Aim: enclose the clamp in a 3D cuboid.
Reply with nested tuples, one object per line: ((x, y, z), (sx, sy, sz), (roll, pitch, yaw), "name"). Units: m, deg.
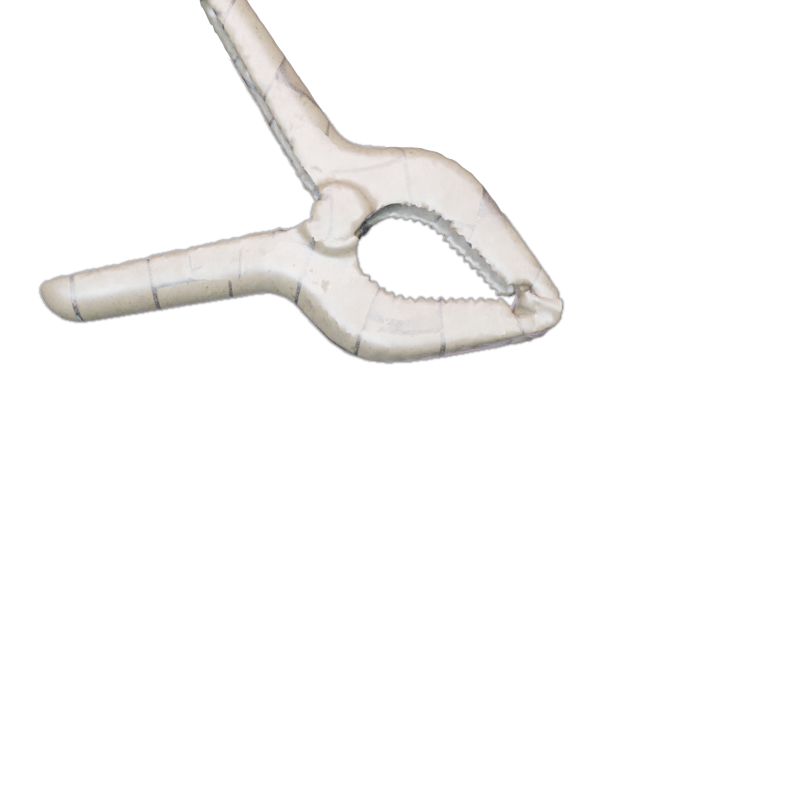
((-0.037, -0.067, 0.472), (0.213, 0.167, 0.035), (30, -11, 7), "clamp")
